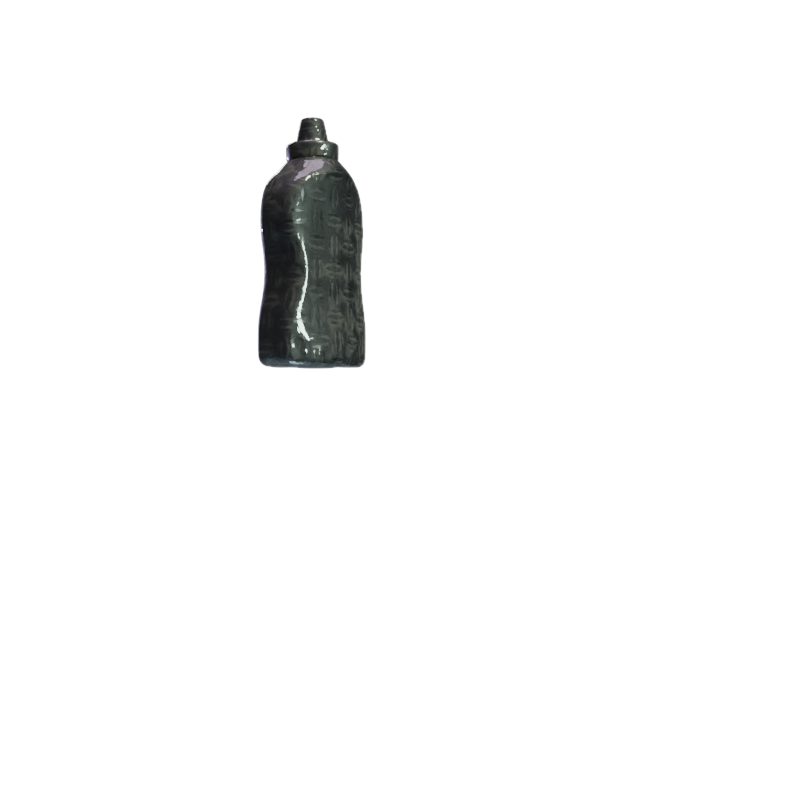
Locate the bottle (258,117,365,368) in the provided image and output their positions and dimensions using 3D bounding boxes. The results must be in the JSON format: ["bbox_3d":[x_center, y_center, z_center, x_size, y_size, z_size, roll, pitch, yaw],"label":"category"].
[{"bbox_3d":[-0.067,-0.121,0.849,0.060,0.195,0.091,-6,-8,39],"label":"bottle"}]
